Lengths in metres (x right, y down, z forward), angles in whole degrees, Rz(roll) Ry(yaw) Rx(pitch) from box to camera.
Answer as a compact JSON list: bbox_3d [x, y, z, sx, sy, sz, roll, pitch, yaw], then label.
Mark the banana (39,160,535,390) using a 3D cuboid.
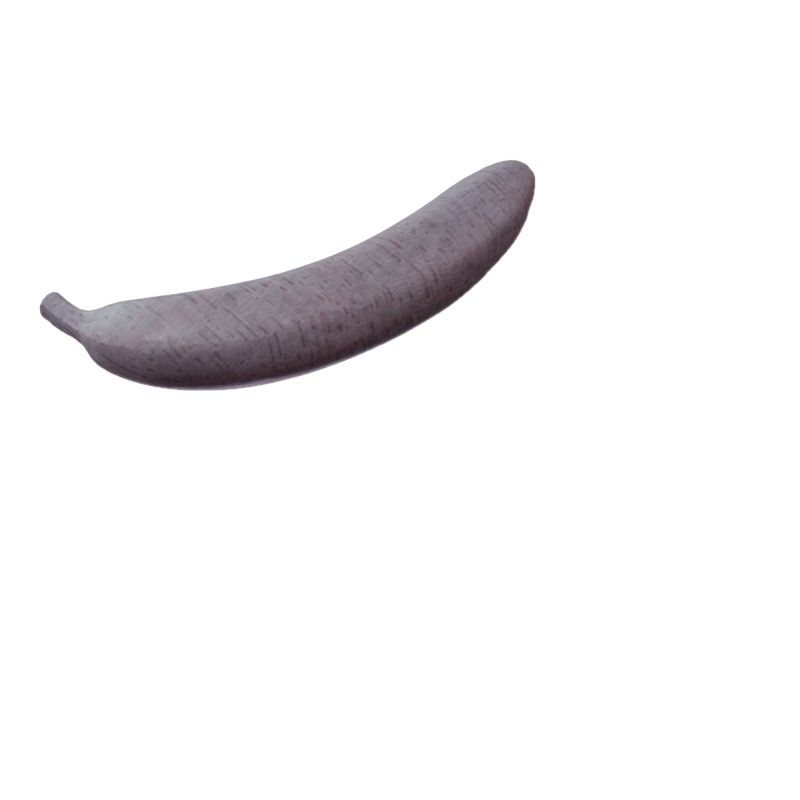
[{"bbox_3d":[-0.029,-0.043,0.402,0.196,0.075,0.034,-17,-35,-12],"label":"banana"}]
